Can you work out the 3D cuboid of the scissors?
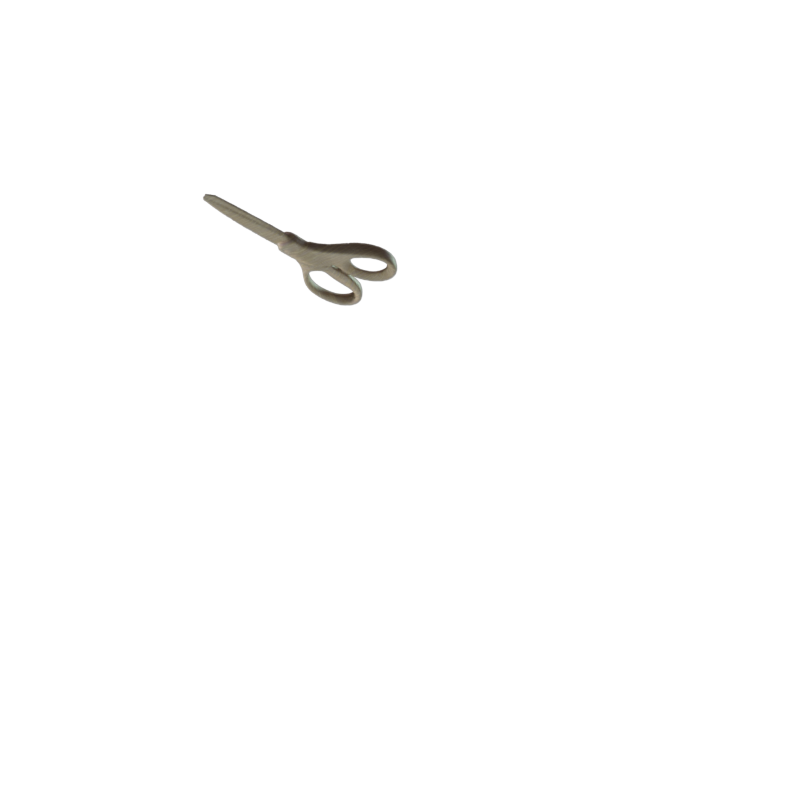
[{"bbox_3d":[-0.075,-0.137,0.959,0.097,0.017,0.187,-14,-32,24],"label":"scissors"}]
